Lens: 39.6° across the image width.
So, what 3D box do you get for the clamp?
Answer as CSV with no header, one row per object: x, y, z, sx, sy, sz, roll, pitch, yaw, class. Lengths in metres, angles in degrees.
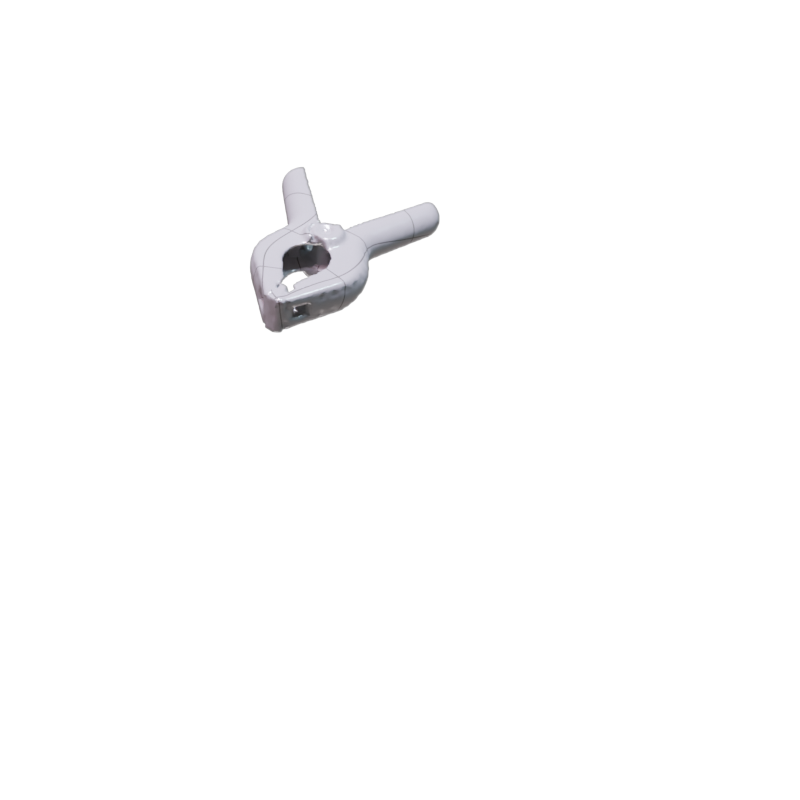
-0.060,-0.109,0.767,0.126,0.037,0.175,18,39,23,clamp
